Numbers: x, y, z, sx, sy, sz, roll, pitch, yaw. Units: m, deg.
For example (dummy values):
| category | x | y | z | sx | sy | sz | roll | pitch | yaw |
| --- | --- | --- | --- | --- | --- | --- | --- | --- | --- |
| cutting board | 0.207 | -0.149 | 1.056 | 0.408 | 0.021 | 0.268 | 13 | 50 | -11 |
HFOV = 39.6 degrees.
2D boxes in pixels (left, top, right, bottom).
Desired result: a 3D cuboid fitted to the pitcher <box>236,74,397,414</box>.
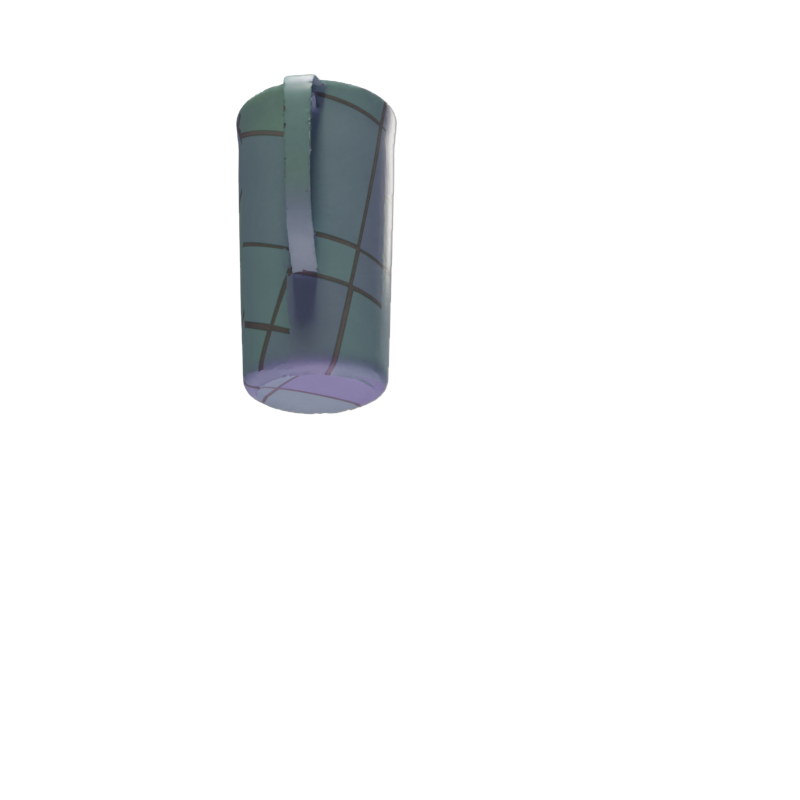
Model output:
| category | x | y | z | sx | sy | sz | roll | pitch | yaw |
| --- | --- | --- | --- | --- | --- | --- | --- | --- | --- |
| pitcher | -0.067 | -0.123 | 0.861 | 0.141 | 0.257 | 0.145 | 18 | -31 | -37 |
